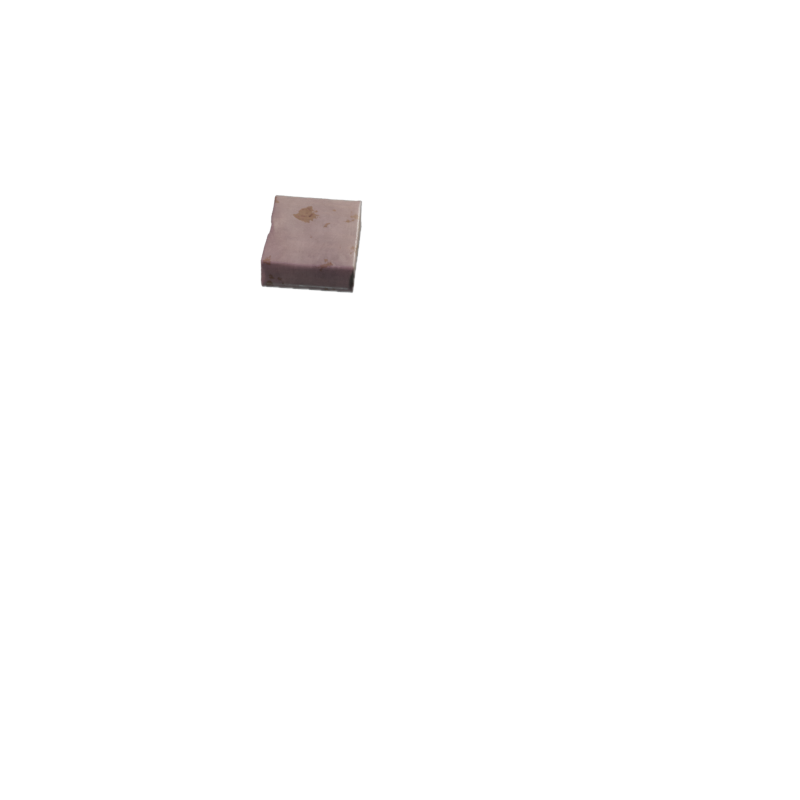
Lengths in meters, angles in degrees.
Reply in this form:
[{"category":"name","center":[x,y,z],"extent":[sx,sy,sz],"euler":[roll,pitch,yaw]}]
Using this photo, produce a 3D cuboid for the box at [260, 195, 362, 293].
[{"category":"box","center":[-0.070,-0.127,0.888],"extent":[0.073,0.028,0.095],"euler":[3,44,3]}]
